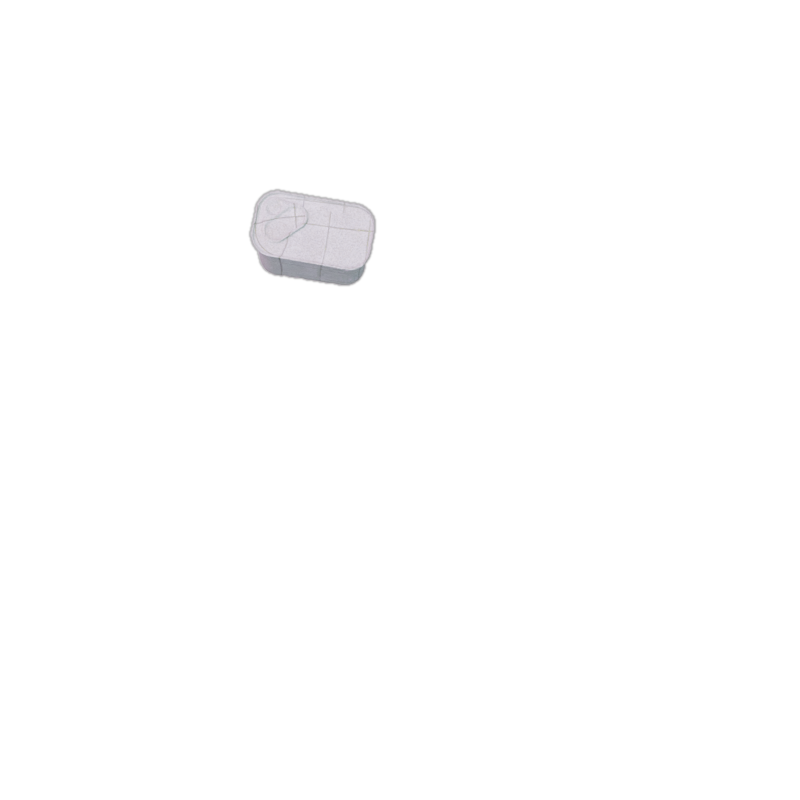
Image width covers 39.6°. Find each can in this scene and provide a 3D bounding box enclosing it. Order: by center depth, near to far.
[{"bbox_3d":[-0.075,-0.137,0.961,0.102,0.059,0.082,10,-9,0],"label":"can"}]
